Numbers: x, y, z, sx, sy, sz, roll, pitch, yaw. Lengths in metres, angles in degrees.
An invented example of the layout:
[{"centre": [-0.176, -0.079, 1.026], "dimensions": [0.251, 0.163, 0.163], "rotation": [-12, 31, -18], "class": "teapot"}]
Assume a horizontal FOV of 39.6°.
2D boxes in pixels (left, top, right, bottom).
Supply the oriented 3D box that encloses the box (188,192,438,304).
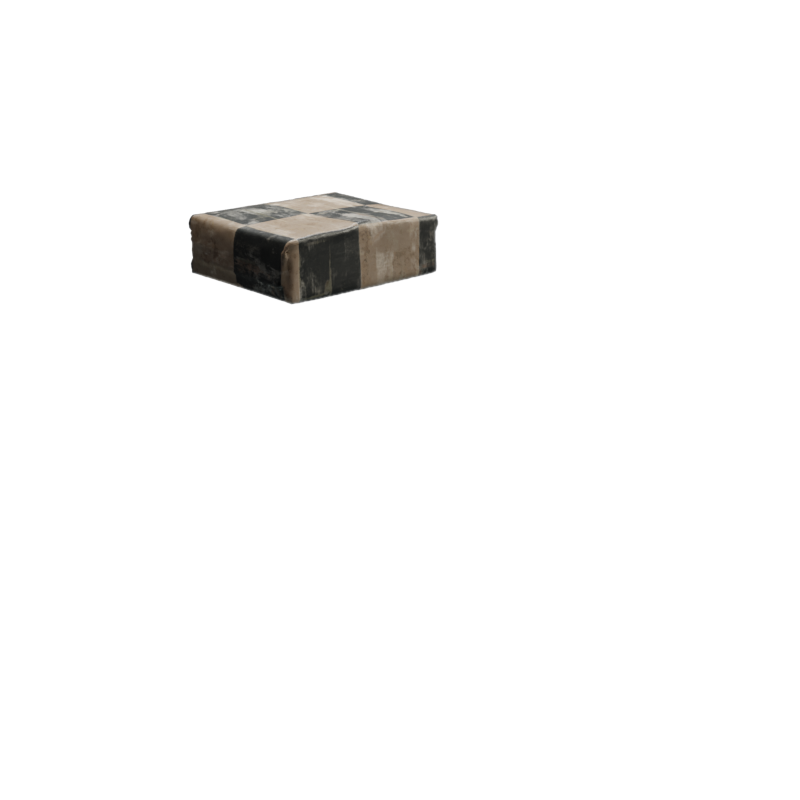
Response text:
[{"centre": [-0.039, -0.071, 0.501], "dimensions": [0.087, 0.029, 0.077], "rotation": [-16, 25, -38], "class": "box"}]
